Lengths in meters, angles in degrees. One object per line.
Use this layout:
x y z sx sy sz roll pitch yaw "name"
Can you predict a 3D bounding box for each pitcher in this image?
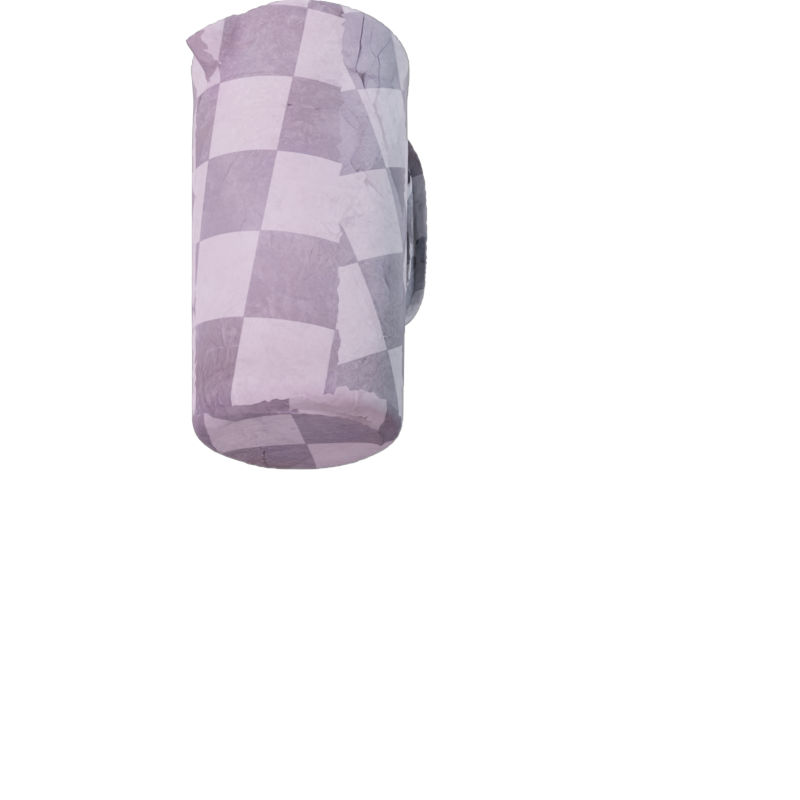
-0.049 -0.089 0.626 0.148 0.258 0.137 0 -26 -4 "pitcher"
